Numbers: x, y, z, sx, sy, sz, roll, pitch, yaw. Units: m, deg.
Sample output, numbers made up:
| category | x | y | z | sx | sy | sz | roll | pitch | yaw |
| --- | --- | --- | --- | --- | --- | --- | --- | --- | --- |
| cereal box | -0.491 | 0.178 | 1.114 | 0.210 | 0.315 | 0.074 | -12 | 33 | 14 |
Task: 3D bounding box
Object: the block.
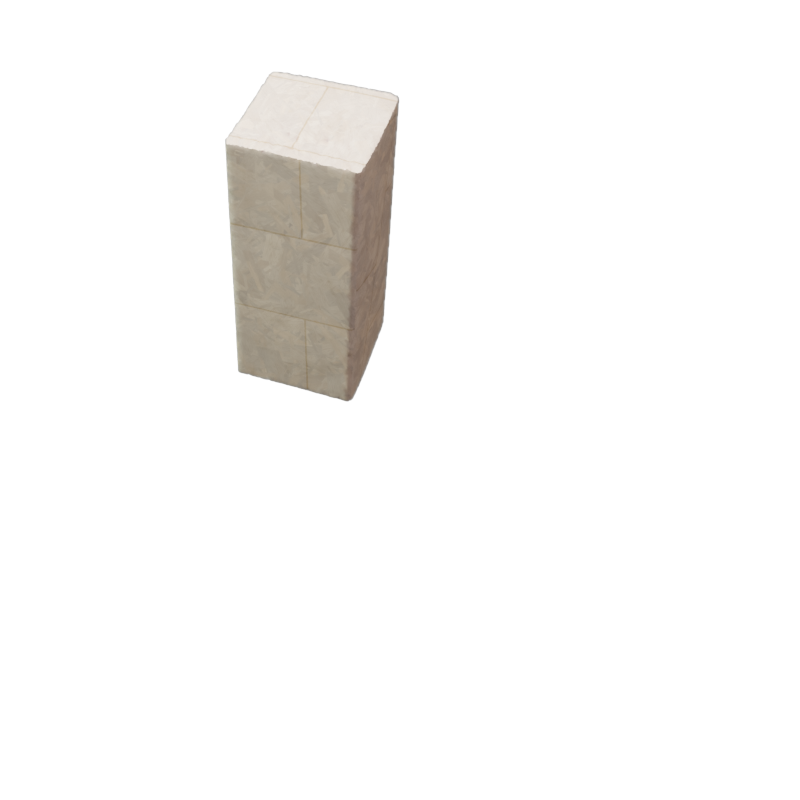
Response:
| category | x | y | z | sx | sy | sz | roll | pitch | yaw |
| --- | --- | --- | --- | --- | --- | --- | --- | --- | --- |
| block | -0.059 | -0.109 | 0.762 | 0.093 | 0.192 | 0.095 | 14 | 46 | 10 |
